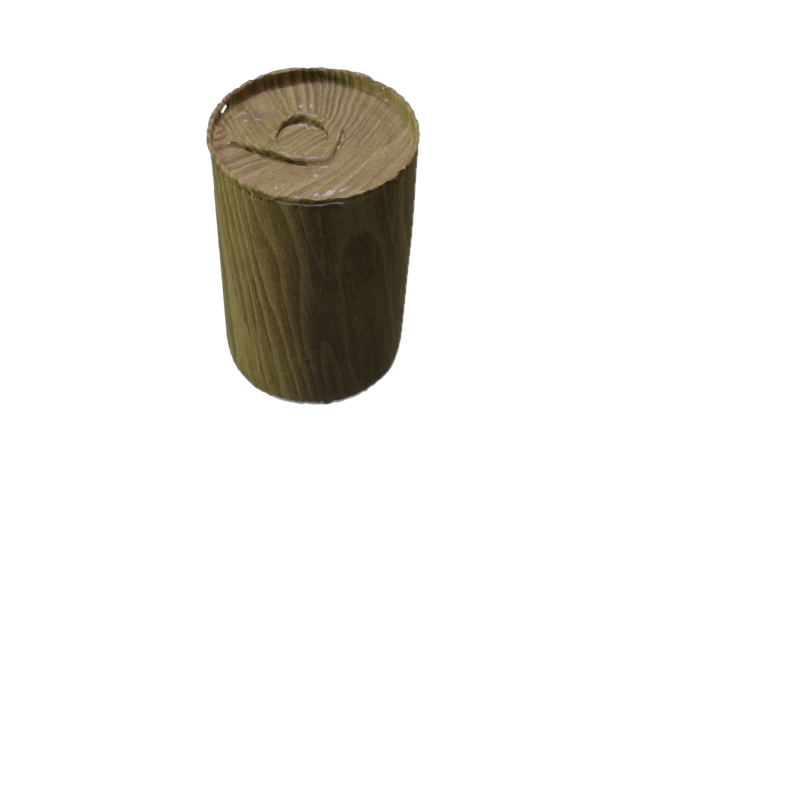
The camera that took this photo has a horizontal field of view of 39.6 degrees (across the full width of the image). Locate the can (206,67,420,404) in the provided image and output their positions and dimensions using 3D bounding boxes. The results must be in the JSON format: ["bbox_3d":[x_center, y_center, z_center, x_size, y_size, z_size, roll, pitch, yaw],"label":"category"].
[{"bbox_3d":[-0.030,-0.055,0.387,0.068,0.074,0.095,0,-41,-3],"label":"can"}]
